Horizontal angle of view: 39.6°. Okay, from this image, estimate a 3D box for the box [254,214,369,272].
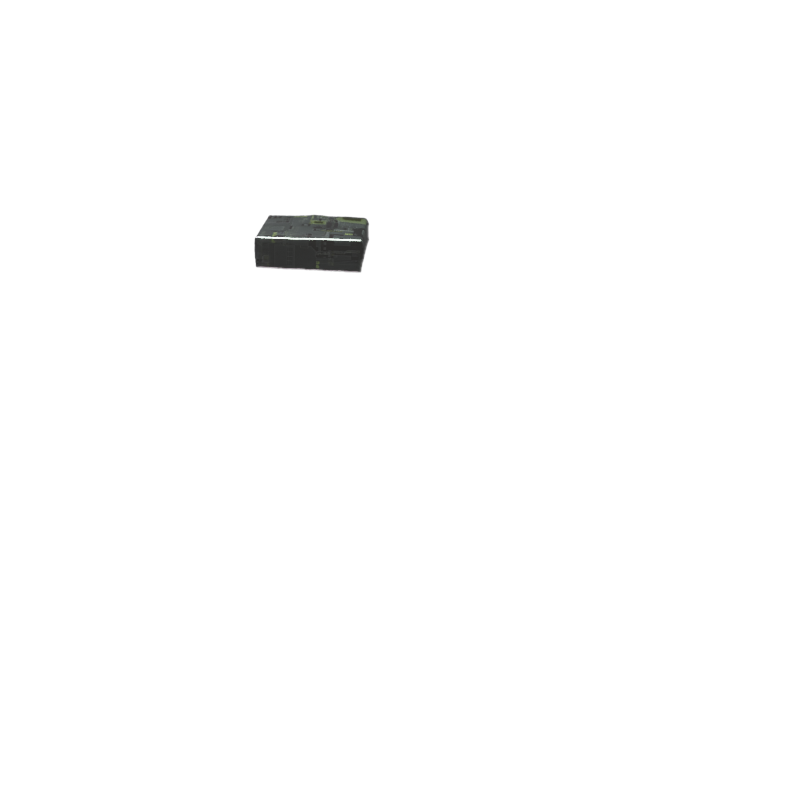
[{"bbox_3d":[-0.072,-0.132,0.927,0.090,0.029,0.076,2,22,4],"label":"box"}]
